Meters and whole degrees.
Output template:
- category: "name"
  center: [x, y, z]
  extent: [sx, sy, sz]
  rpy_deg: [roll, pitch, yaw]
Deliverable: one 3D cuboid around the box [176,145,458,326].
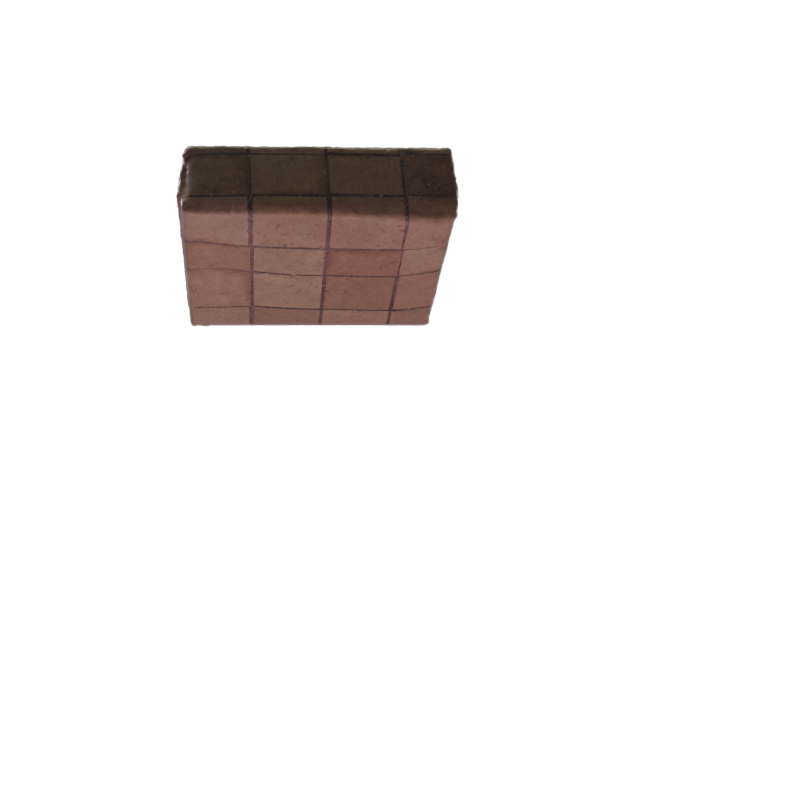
- category: "box"
  center: [-0.038, -0.069, 0.480]
  extent: [0.113, 0.041, 0.085]
  rpy_deg: [2, -29, -4]
